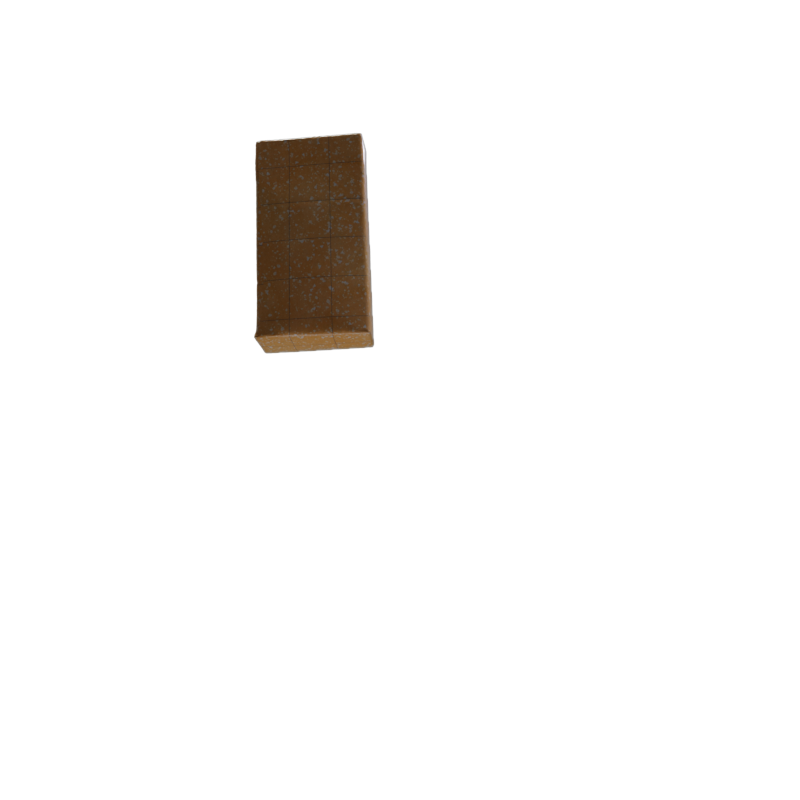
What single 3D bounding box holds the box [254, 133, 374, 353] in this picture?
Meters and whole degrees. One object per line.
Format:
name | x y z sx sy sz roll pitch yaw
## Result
box | -0.071 -0.130 0.912 0.094 0.186 0.045 -4 -23 6
